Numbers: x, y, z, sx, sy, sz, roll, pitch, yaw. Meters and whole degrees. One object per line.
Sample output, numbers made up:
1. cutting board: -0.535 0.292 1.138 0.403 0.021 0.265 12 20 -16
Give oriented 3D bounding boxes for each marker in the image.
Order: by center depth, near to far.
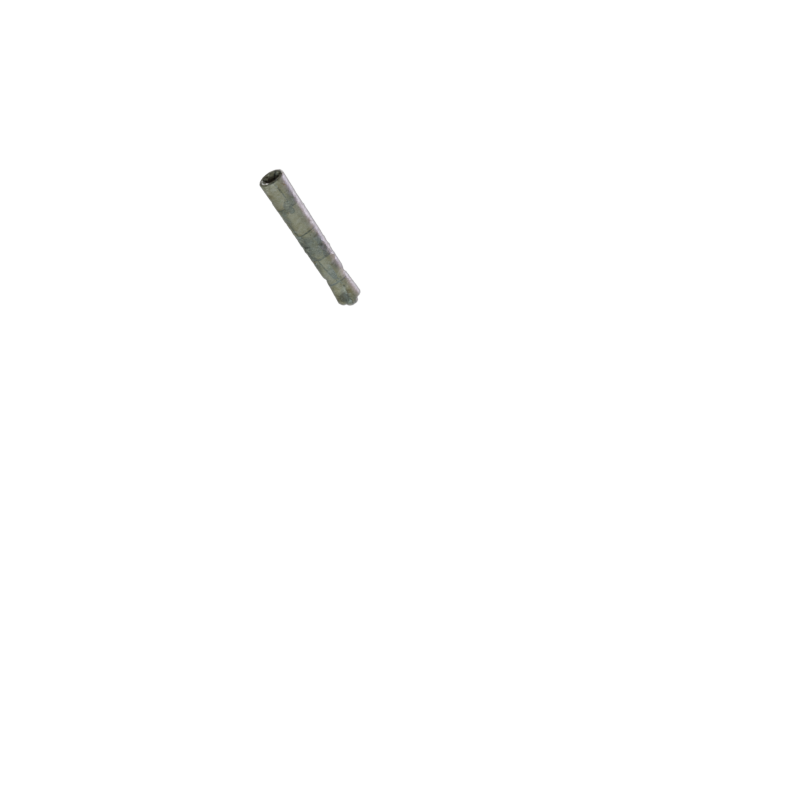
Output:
1. marker: -0.062 -0.112 0.786 0.020 0.113 0.021 -24 33 16
